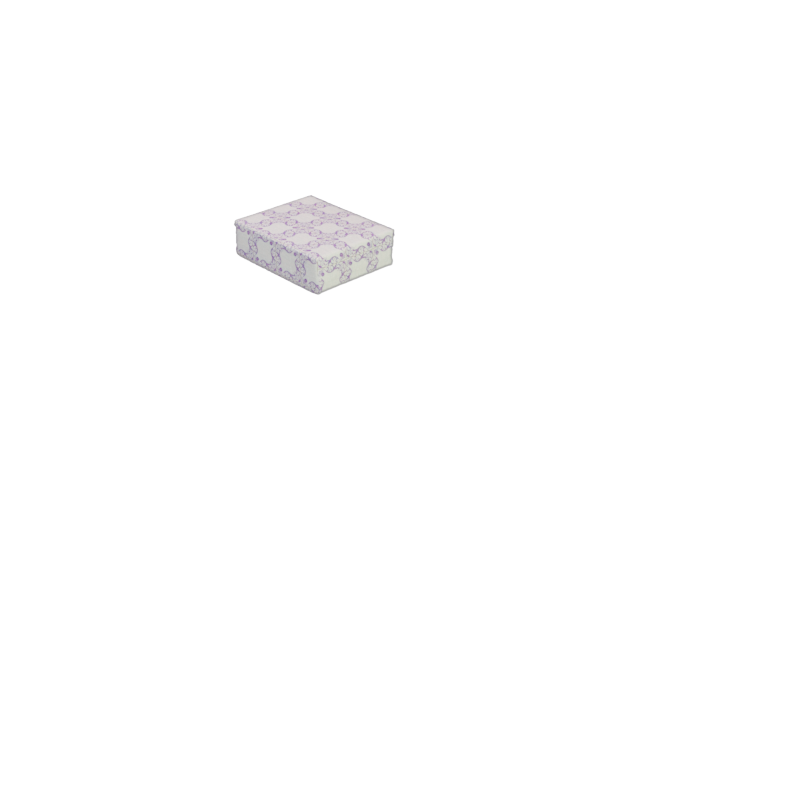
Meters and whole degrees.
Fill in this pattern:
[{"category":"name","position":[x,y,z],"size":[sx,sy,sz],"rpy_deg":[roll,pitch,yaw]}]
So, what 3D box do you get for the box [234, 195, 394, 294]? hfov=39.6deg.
[{"category":"box","position":[-0.075,-0.137,0.962],"size":[0.089,0.037,0.121],"rpy_deg":[-26,40,-36]}]
